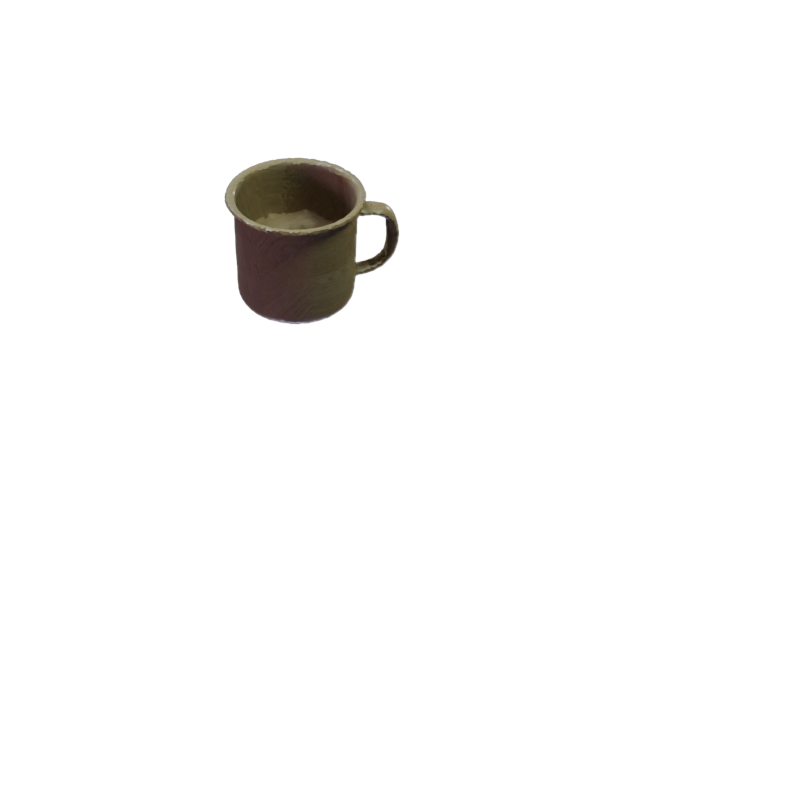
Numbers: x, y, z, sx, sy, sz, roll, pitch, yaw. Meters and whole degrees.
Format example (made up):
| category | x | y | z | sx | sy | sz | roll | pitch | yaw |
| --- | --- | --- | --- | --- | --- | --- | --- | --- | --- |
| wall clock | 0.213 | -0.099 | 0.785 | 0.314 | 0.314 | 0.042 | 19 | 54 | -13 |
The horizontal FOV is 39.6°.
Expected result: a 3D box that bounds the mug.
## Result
| category | x | y | z | sx | sy | sz | roll | pitch | yaw |
| --- | --- | --- | --- | --- | --- | --- | --- | --- | --- |
| mug | -0.059 | -0.108 | 0.753 | 0.116 | 0.076 | 0.101 | -7 | 40 | -9 |
